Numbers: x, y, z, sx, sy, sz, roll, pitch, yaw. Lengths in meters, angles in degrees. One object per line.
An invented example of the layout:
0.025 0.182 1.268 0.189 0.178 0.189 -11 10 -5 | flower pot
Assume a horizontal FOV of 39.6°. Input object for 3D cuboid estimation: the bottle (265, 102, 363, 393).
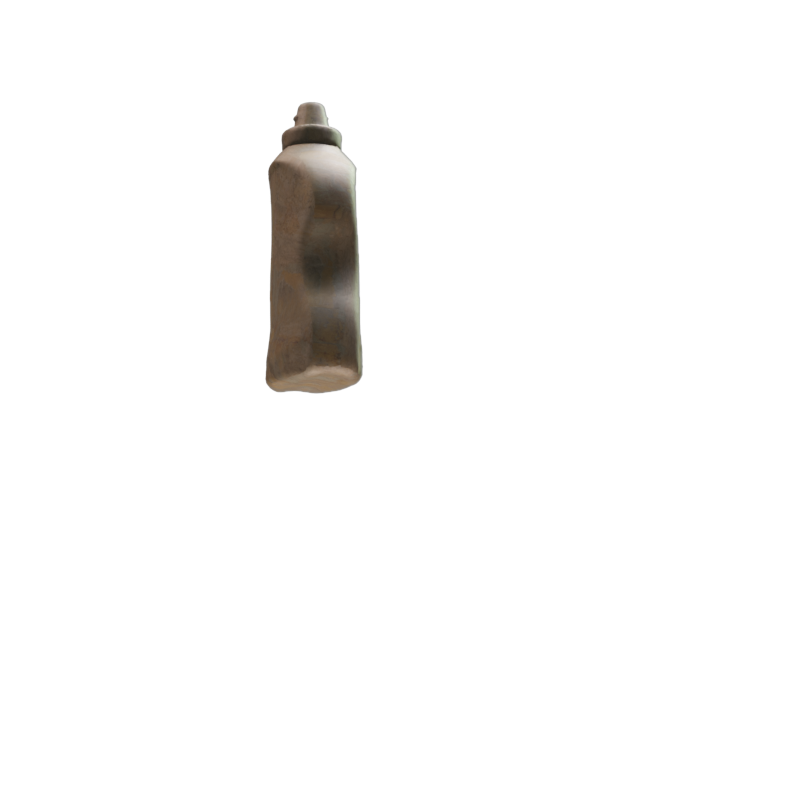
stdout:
-0.058 -0.105 0.733 0.057 0.198 0.095 3 -14 -17 | bottle
